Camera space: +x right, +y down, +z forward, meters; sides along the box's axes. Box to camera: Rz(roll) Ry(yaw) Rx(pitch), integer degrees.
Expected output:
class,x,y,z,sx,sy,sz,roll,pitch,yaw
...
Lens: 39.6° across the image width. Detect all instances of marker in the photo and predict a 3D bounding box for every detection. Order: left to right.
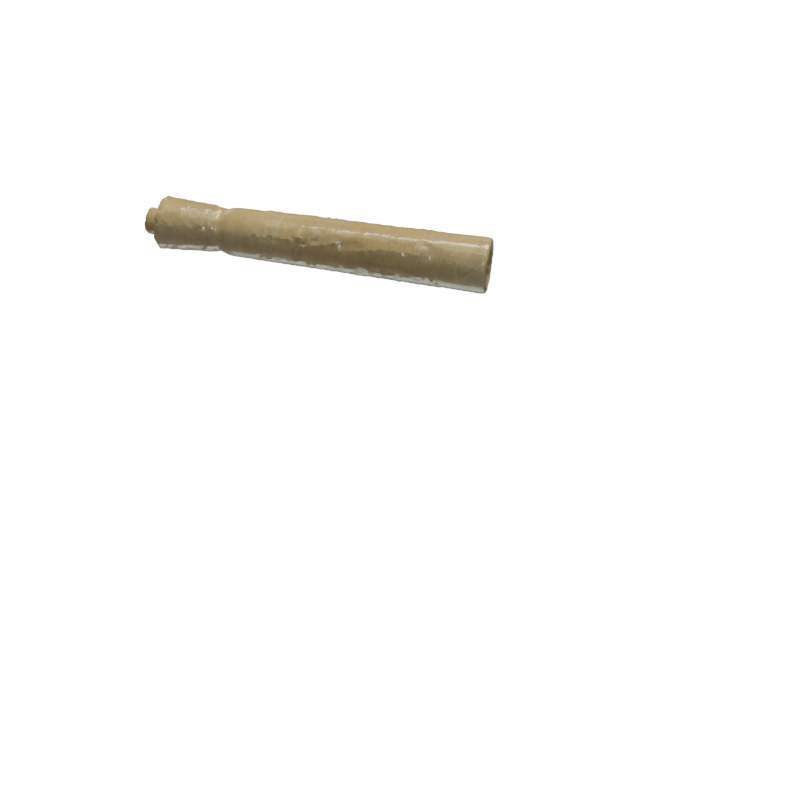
class,x,y,z,sx,sy,sz,roll,pitch,yaw
marker,-0.030,-0.054,0.380,0.124,0.020,0.019,10,6,13
